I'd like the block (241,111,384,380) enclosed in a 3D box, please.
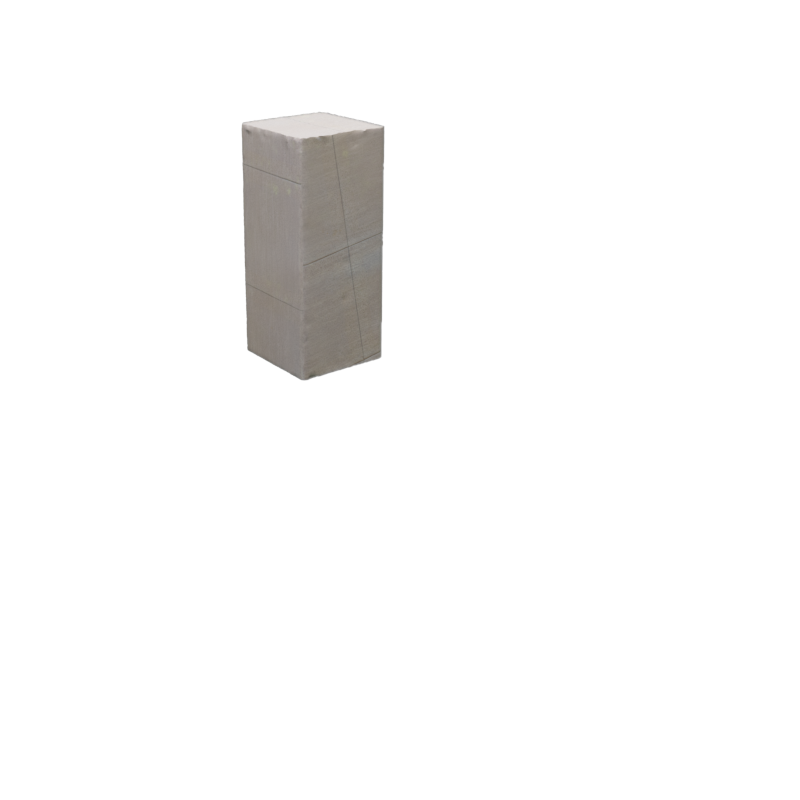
[{"bbox_3d":[-0.075,-0.136,0.953,0.088,0.198,0.096,-13,24,-37],"label":"block"}]
